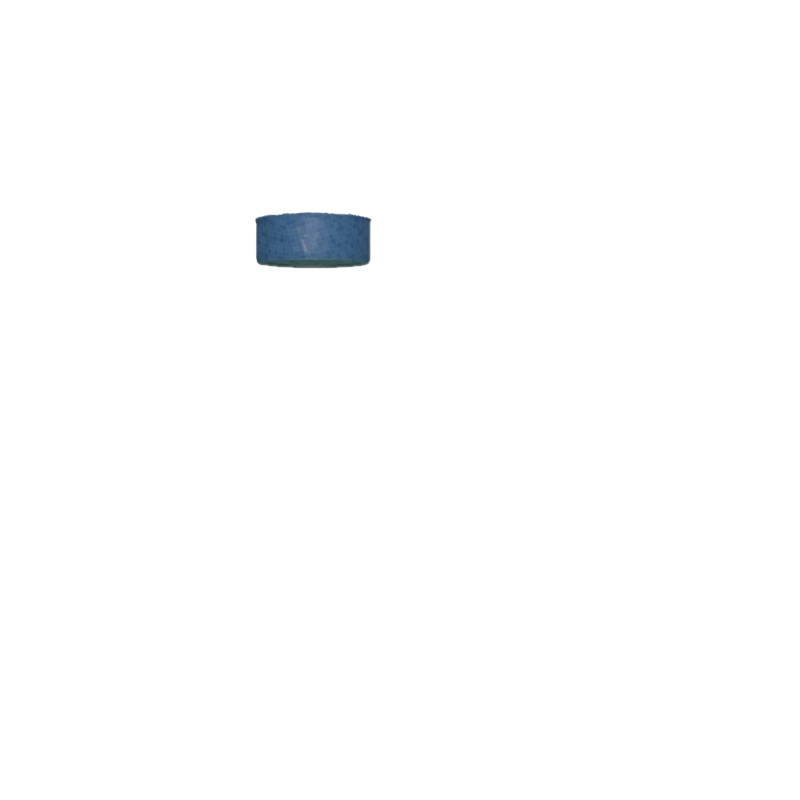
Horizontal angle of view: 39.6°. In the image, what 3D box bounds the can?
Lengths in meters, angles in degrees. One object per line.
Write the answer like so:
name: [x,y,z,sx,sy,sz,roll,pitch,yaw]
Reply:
can: [-0.064,-0.117,0.817,0.086,0.034,0.086,0,1,-2]
